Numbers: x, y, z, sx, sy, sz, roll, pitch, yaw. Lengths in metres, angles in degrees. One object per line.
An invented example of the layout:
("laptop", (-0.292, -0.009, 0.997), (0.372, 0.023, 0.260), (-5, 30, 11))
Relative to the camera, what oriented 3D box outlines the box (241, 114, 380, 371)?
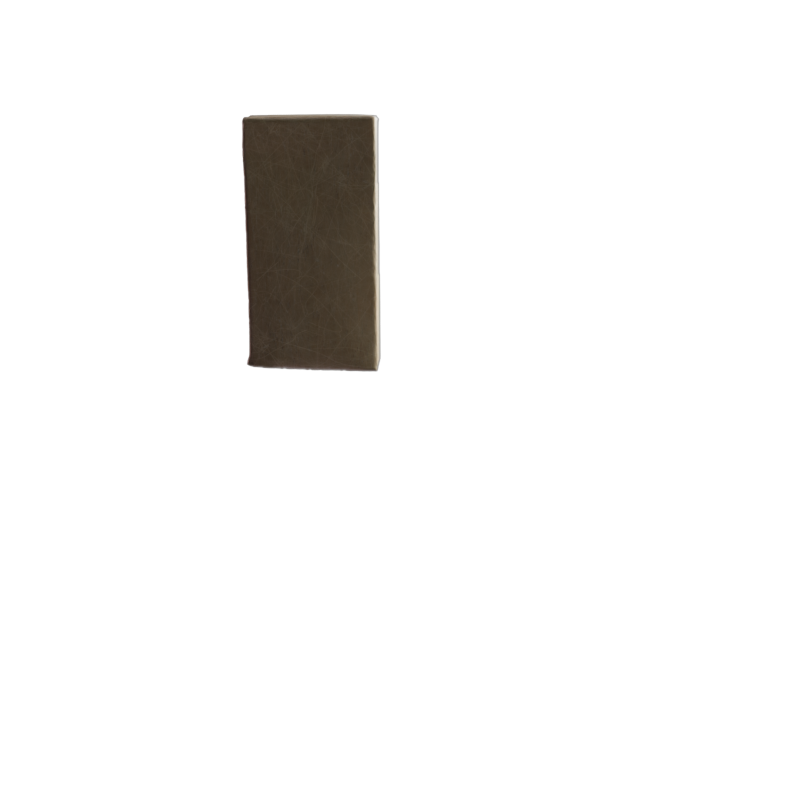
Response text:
("box", (-0.060, -0.110, 0.772), (0.094, 0.173, 0.048), (1, 8, 6))
